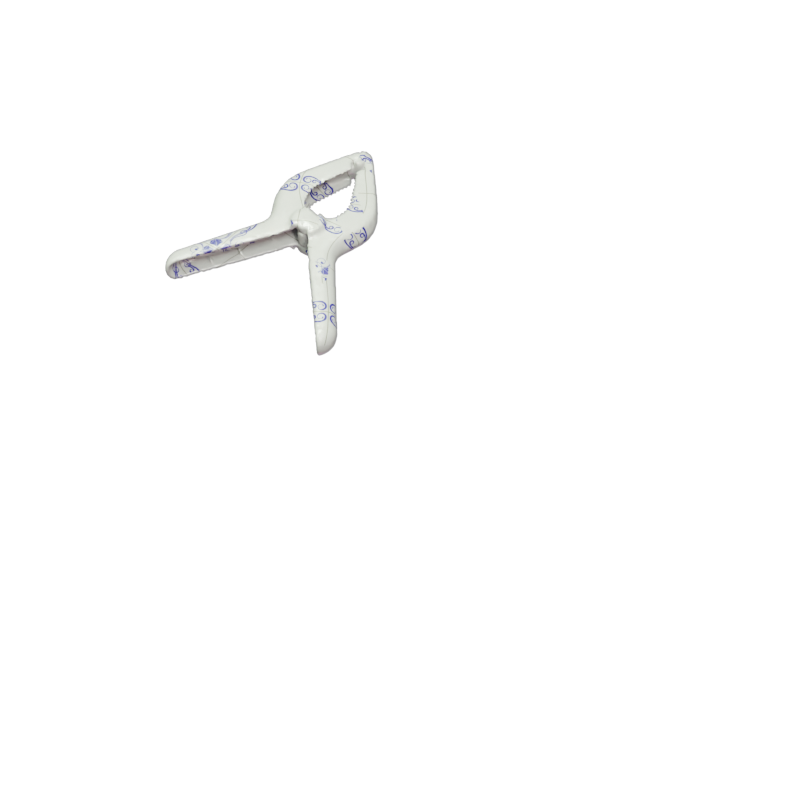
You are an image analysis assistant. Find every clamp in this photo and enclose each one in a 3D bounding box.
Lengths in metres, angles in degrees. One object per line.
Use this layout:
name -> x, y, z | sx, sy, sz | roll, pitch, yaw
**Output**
clamp -> -0.075, -0.137, 0.957 | 0.173, 0.214, 0.034 | 32, -31, 22
